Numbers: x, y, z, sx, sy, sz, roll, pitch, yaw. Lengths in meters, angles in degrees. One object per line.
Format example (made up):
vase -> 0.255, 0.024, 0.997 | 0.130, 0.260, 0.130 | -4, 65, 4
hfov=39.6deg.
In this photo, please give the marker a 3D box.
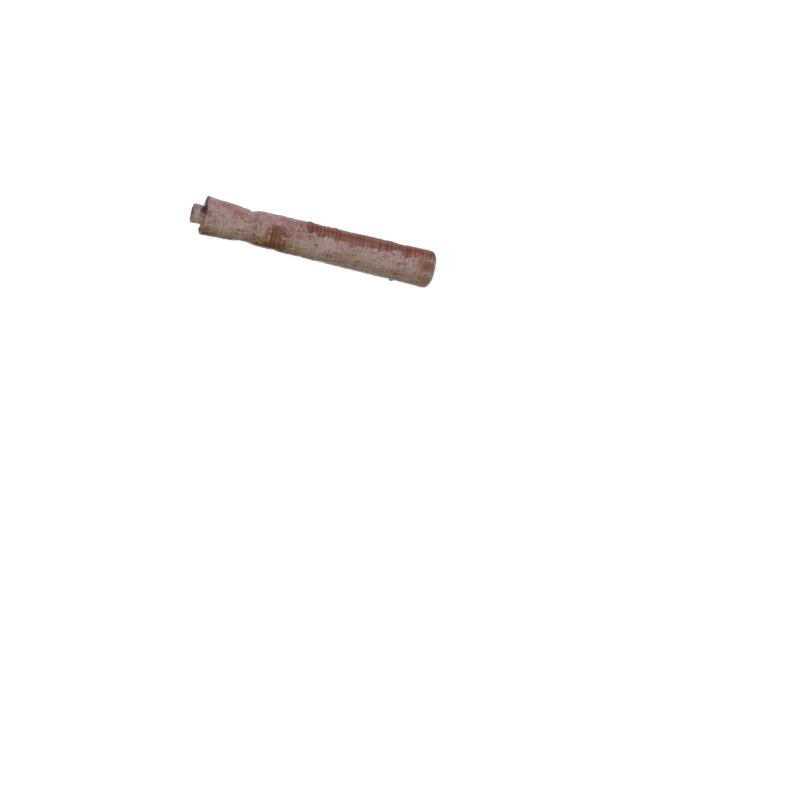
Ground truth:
marker -> -0.042, -0.076, 0.535 | 0.118, 0.020, 0.020 | 12, 1, -12
